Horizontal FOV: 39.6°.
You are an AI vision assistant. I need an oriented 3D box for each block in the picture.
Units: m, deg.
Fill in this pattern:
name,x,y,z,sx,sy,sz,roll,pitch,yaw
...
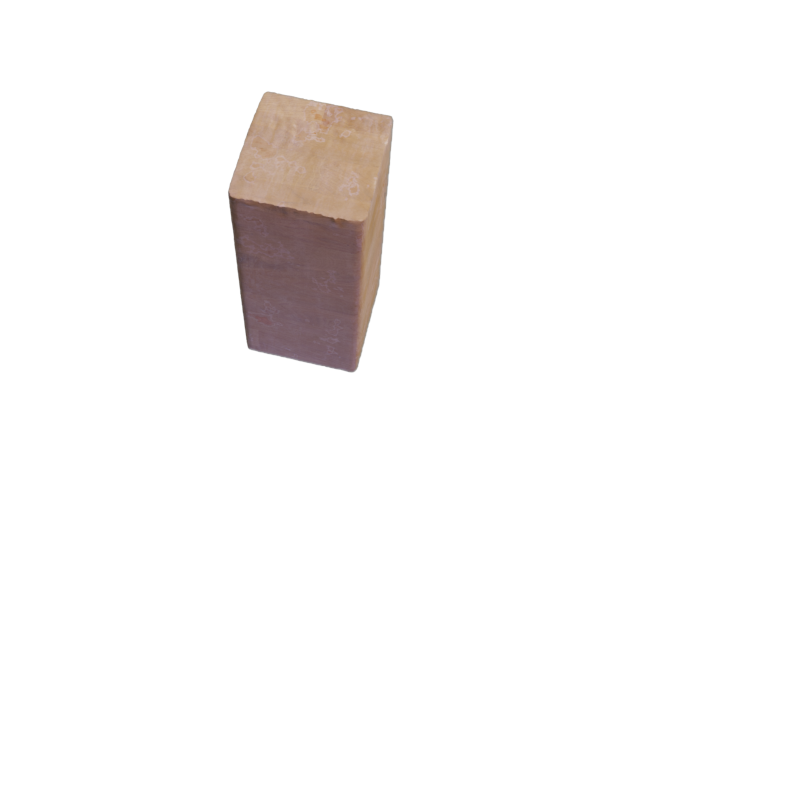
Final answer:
name,x,y,z,sx,sy,sz,roll,pitch,yaw
block,-0.062,-0.112,0.788,0.092,0.095,0.194,13,-28,3
